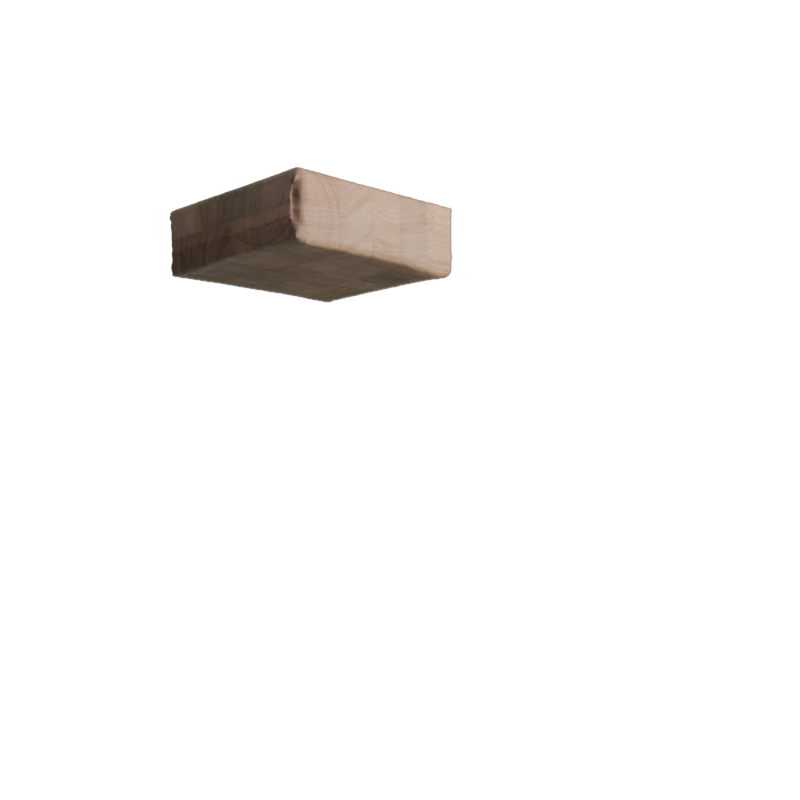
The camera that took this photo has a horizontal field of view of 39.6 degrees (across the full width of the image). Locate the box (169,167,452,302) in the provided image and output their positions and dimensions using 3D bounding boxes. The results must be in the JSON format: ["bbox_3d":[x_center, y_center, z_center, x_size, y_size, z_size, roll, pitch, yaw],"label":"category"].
[{"bbox_3d":[-0.042,-0.078,0.544,0.092,0.040,0.108,-8,-11,42],"label":"box"}]
